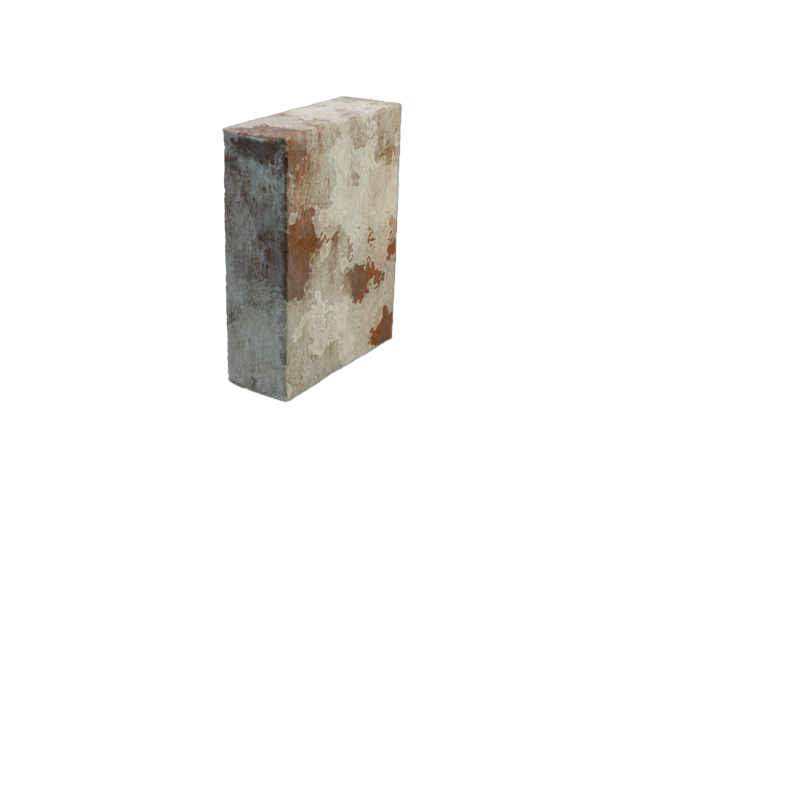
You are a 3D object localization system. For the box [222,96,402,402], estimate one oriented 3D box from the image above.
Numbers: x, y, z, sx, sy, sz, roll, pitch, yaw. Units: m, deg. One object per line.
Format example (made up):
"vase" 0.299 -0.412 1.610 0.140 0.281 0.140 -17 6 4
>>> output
"box" -0.071 -0.130 0.907 0.075 0.205 0.164 13 24 29
